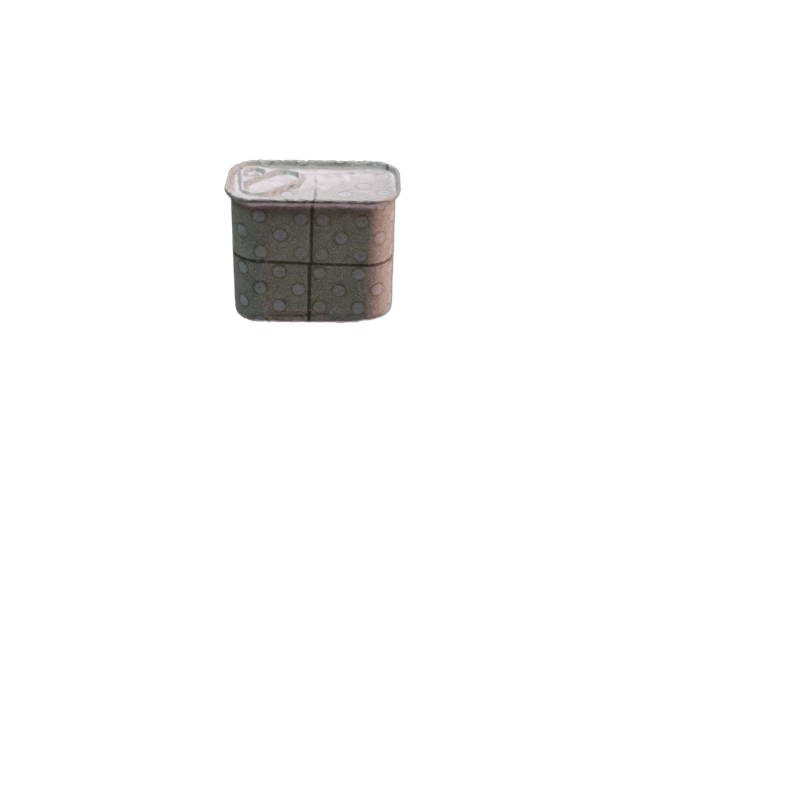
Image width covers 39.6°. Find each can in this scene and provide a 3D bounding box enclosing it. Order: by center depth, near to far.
[{"bbox_3d":[-0.052,-0.095,0.666,0.102,0.079,0.061,1,31,0],"label":"can"}]
